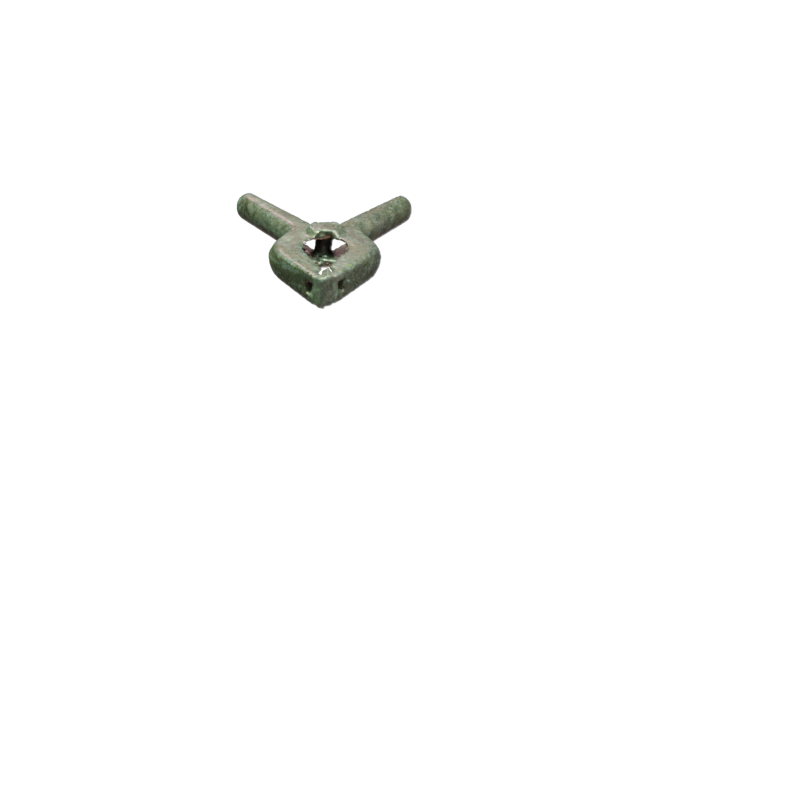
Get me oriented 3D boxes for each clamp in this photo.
[{"bbox_3d":[-0.076,-0.139,0.974,0.166,0.034,0.220,2,29,4],"label":"clamp"}]
